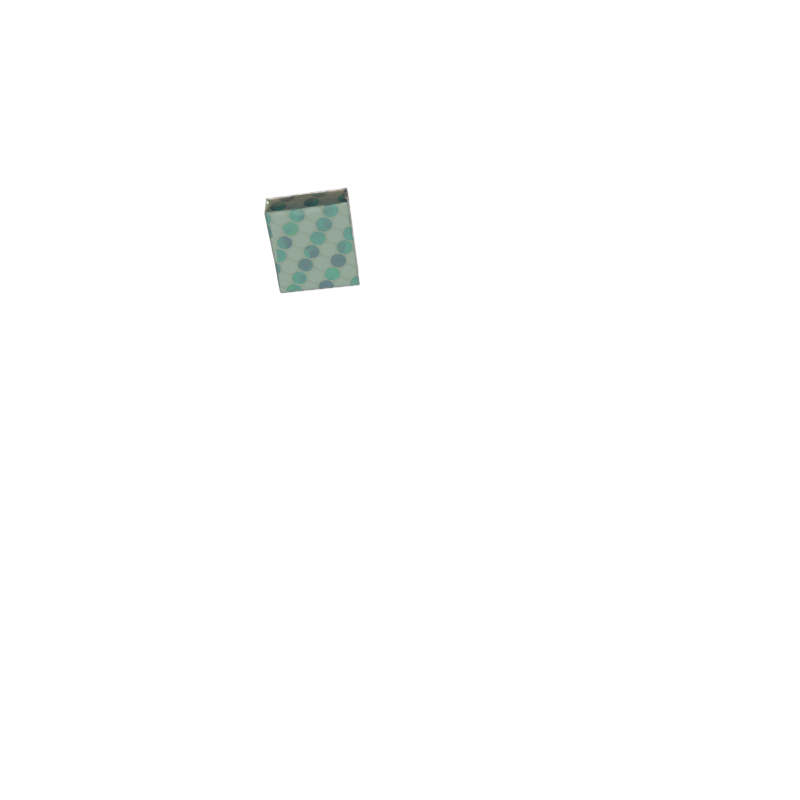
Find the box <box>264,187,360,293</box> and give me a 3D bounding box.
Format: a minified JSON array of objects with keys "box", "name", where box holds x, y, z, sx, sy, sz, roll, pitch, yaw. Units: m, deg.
[{"box":[-0.077,-0.140,0.982,0.073,0.083,0.032,-6,34,4],"name":"box"}]
